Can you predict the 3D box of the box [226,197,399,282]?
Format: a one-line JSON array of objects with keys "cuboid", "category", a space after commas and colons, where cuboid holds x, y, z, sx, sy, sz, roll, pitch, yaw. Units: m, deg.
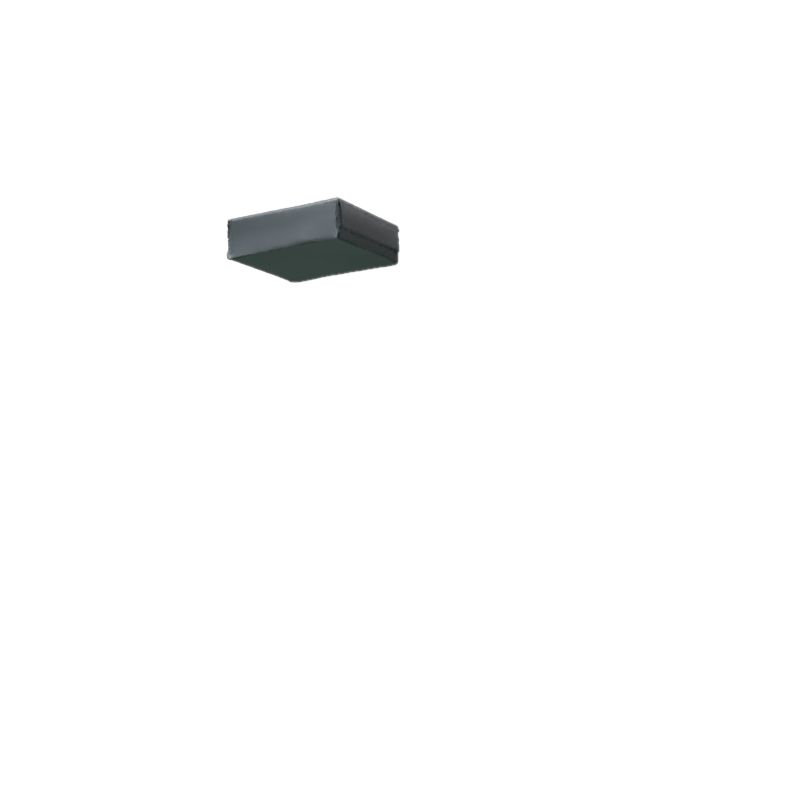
[{"cuboid": [-0.070, -0.128, 0.900, 0.116, 0.040, 0.085, -7, -14, 32], "category": "box"}]
